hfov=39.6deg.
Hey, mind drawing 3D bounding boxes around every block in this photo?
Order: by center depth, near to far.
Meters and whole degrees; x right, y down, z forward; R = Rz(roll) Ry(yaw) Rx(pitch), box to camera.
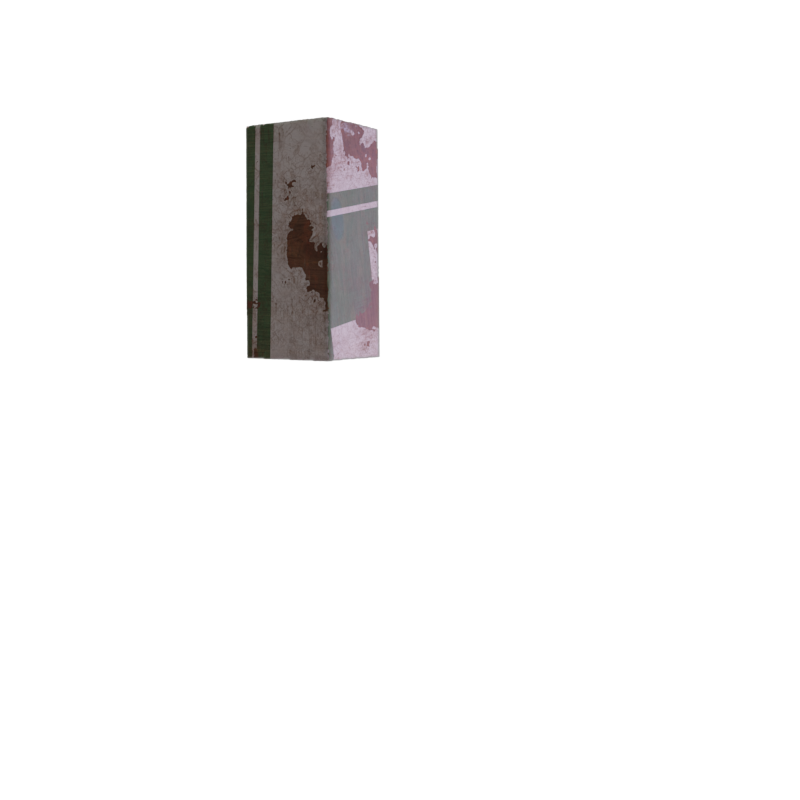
[{"bbox_3d":[-0.078,-0.141,0.991,0.094,0.207,0.087,-1,-2,32],"label":"block"}]
